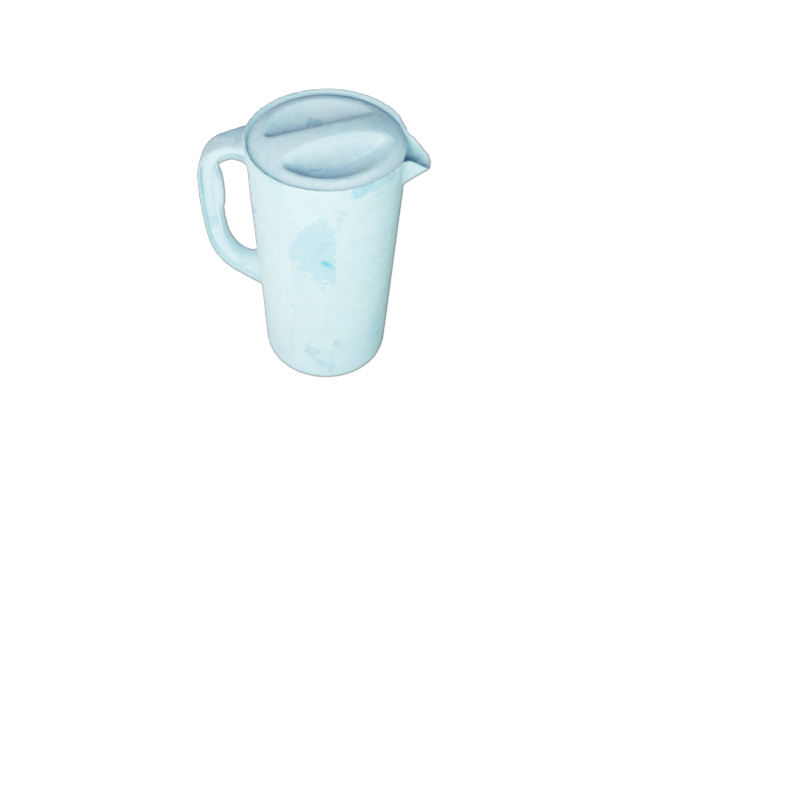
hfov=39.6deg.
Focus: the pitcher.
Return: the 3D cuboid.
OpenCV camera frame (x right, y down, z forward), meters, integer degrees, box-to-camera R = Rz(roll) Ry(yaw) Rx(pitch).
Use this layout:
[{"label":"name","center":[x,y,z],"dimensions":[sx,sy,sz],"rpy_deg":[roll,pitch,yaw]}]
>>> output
[{"label":"pitcher","center":[-0.074,-0.136,0.951],"dimensions":[0.145,0.226,0.160],"rpy_deg":[-32,56,-28]}]
